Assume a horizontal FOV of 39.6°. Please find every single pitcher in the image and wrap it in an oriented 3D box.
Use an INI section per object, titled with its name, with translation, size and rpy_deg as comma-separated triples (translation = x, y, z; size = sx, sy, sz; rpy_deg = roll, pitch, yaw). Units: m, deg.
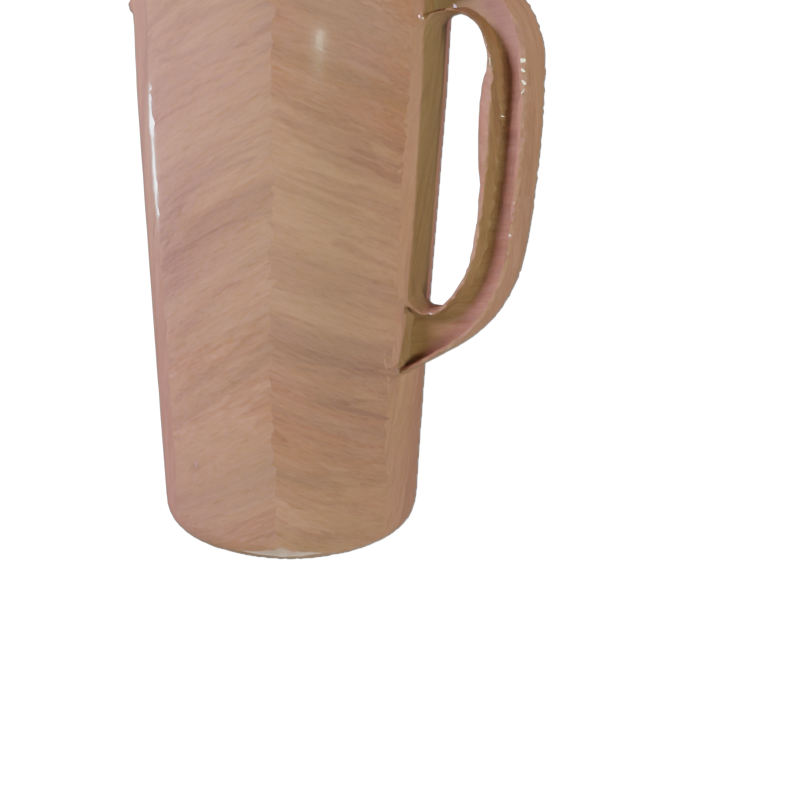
[pitcher]
translation = -0.036, -0.065, 0.455
size = 0.142, 0.237, 0.156
rpy_deg = -3, 12, -15
